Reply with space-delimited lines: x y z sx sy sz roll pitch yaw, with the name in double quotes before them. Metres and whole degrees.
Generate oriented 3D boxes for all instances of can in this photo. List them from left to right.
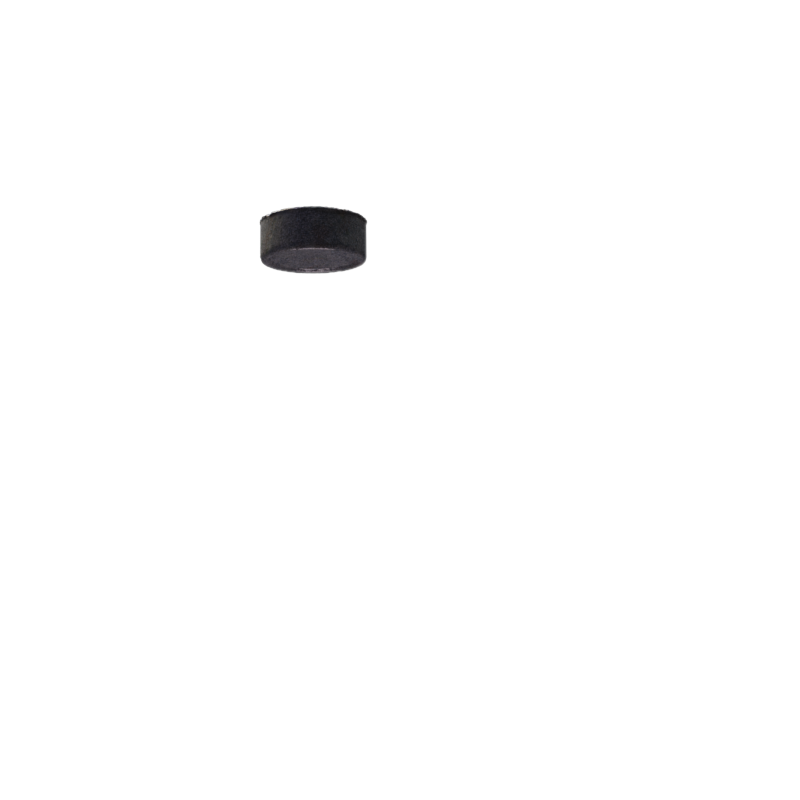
"can" -0.069 -0.126 0.880 0.086 0.035 0.084 0 -8 -2
